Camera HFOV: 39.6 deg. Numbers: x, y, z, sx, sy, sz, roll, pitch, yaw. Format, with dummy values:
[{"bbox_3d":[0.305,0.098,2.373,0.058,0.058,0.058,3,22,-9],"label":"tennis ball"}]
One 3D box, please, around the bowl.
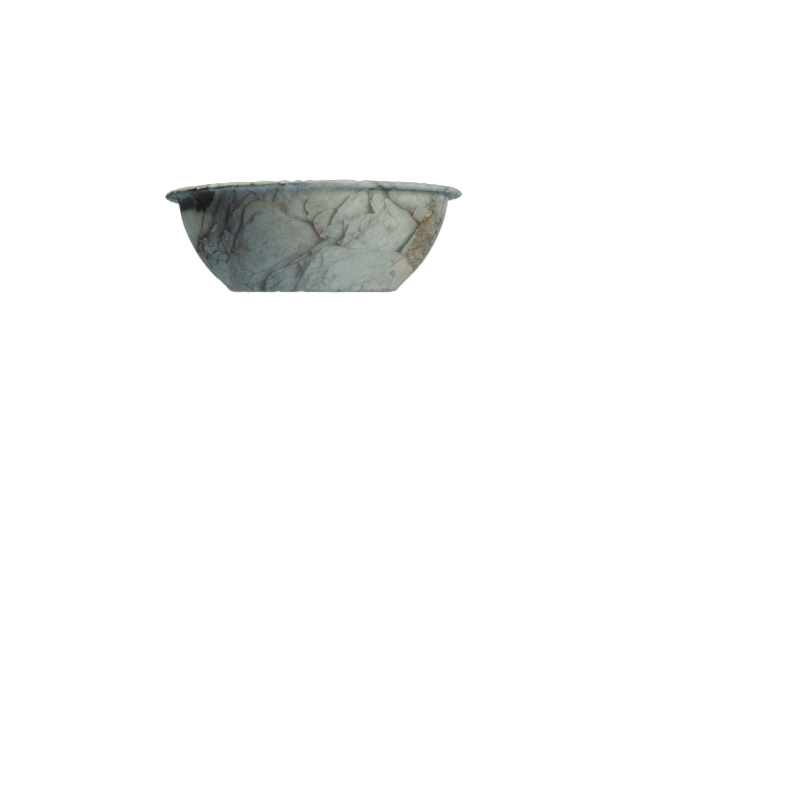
[{"bbox_3d":[-0.048,-0.087,0.607,0.162,0.055,0.163,0,5,-2],"label":"bowl"}]
